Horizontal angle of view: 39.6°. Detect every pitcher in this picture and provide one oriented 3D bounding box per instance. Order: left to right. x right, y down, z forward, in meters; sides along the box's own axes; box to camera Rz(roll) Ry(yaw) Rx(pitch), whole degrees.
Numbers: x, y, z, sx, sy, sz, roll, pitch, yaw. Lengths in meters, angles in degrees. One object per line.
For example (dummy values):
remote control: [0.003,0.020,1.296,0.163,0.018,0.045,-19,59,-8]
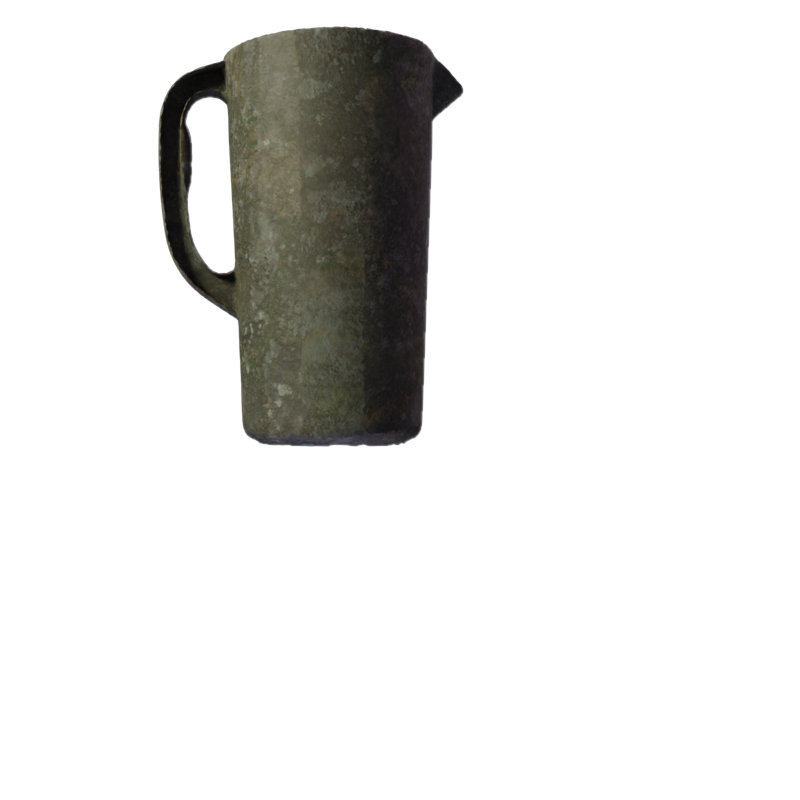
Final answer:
pitcher: [-0.053,-0.097,0.678,0.154,0.247,0.138,-4,-7,37]
